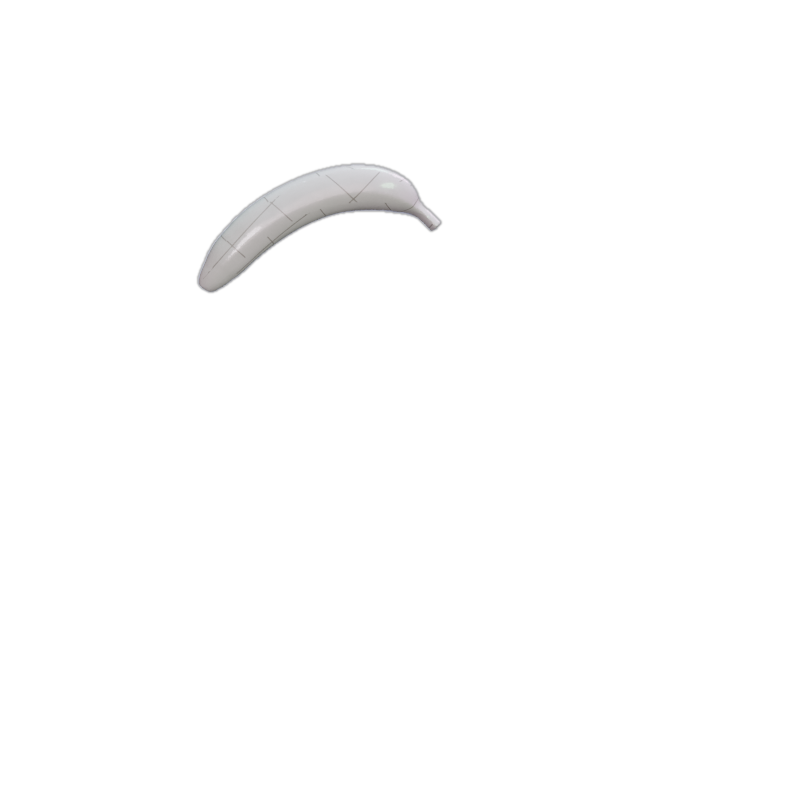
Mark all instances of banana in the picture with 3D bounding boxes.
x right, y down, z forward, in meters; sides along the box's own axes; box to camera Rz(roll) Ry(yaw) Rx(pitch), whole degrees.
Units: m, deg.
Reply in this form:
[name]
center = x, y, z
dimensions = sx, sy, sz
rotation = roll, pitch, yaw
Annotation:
[banana]
center = -0.069, -0.143, 0.869
dimensions = 0.197, 0.071, 0.036
rotation = -16, -9, -3
